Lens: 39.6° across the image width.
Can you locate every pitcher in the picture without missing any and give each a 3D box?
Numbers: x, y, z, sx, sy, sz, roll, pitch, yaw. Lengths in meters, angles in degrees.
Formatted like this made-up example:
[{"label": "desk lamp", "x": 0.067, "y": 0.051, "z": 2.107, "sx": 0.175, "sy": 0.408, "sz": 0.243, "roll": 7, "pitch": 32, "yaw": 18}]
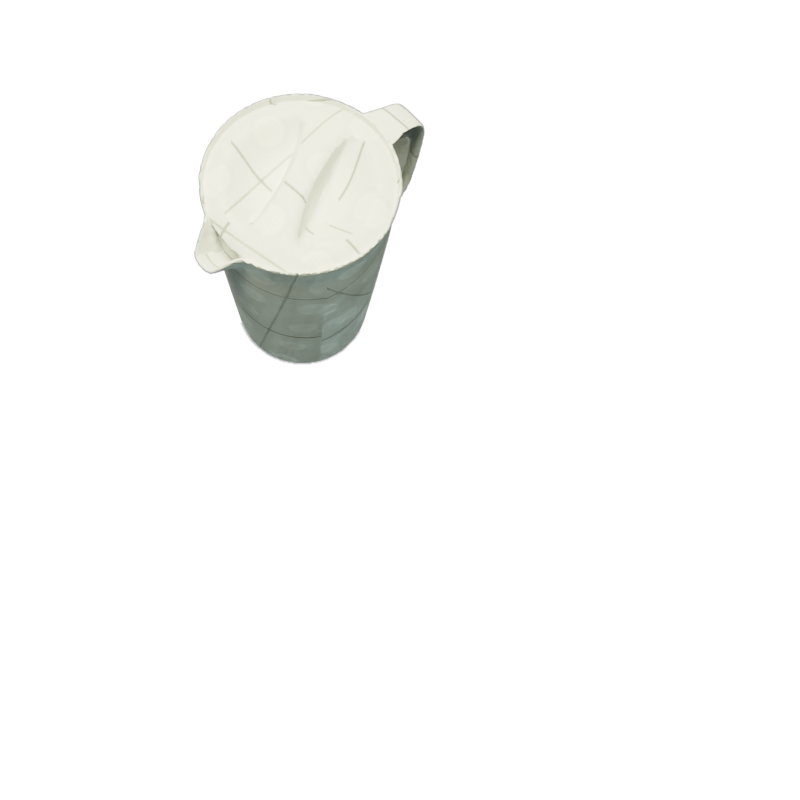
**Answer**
[{"label": "pitcher", "x": -0.065, "y": -0.118, "z": 0.830, "sx": 0.149, "sy": 0.152, "sz": 0.232, "roll": 4, "pitch": -18, "yaw": -2}]
